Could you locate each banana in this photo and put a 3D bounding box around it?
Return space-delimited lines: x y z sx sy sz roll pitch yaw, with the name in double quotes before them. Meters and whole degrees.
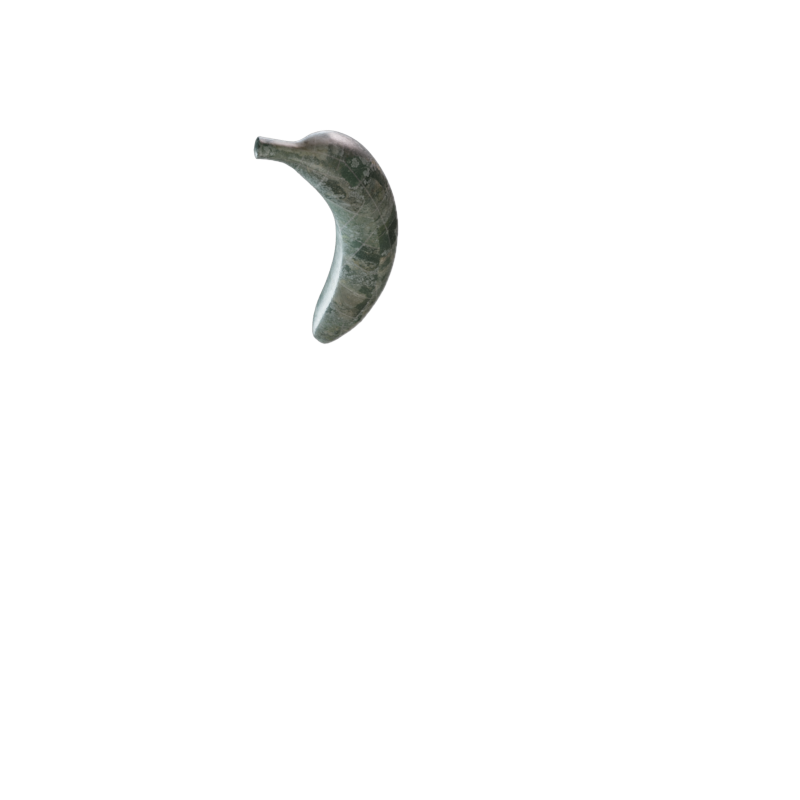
"banana" -0.035 -0.100 0.668 0.070 0.039 0.183 -5 -35 6
